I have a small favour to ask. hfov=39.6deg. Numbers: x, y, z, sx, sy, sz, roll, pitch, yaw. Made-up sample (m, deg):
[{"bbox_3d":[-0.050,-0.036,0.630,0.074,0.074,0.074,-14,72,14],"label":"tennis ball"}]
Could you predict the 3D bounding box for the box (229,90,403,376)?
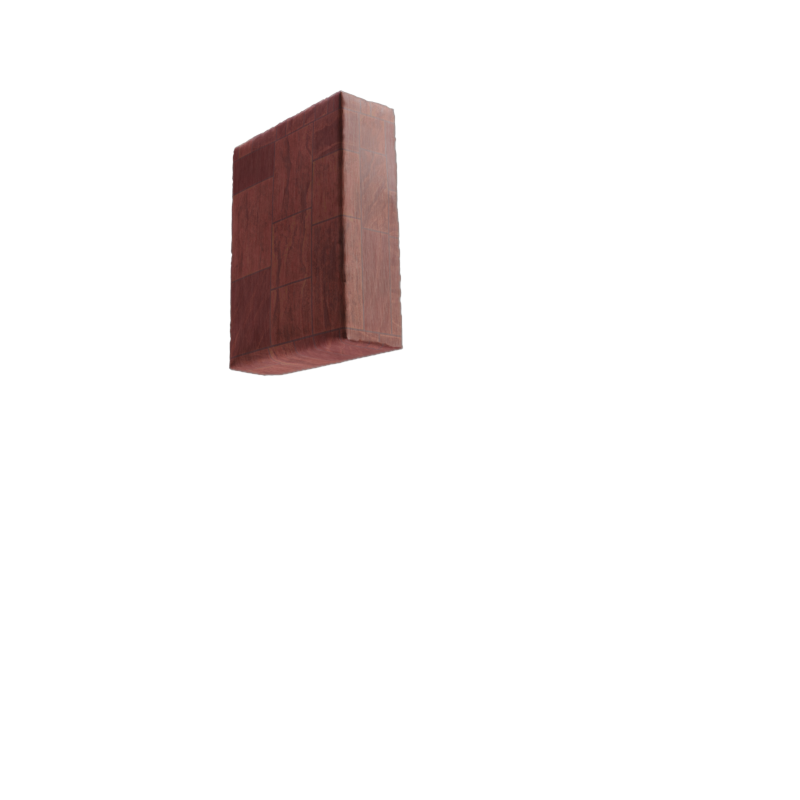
[{"bbox_3d":[-0.076,-0.138,0.965,0.068,0.222,0.167,12,-19,-39],"label":"box"}]
